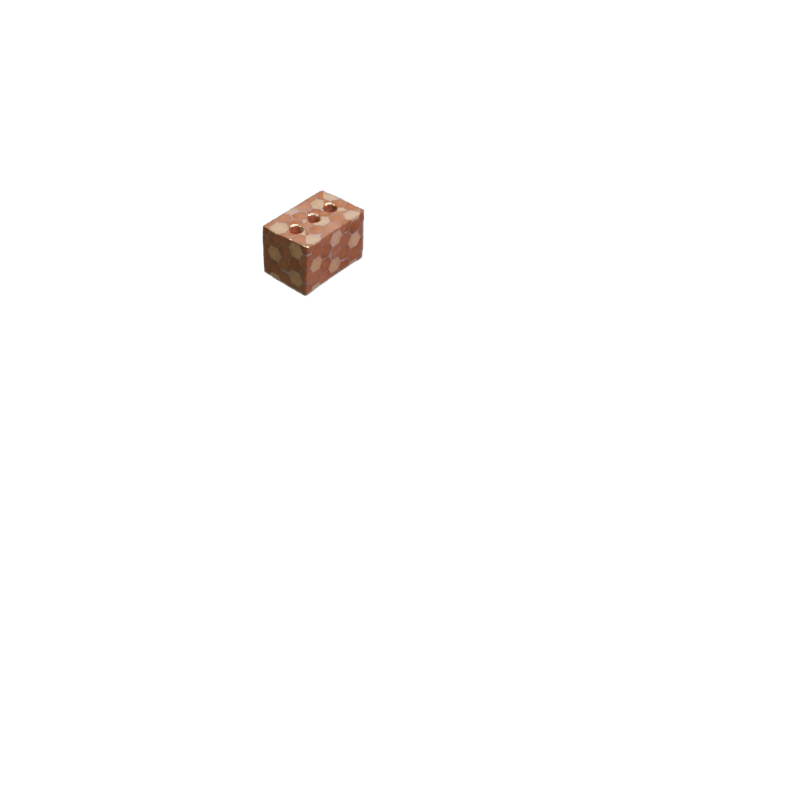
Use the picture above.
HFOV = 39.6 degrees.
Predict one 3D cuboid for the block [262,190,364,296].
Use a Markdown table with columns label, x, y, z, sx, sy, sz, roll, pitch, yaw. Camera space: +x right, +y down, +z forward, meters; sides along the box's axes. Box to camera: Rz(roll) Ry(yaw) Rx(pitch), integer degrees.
| label | x | y | z | sx | sy | sz | roll | pitch | yaw |
| --- | --- | --- | --- | --- | --- | --- | --- | --- | --- |
| block | -0.076 | -0.138 | 0.966 | 0.056 | 0.048 | 0.079 | 28 | 47 | 28 |
